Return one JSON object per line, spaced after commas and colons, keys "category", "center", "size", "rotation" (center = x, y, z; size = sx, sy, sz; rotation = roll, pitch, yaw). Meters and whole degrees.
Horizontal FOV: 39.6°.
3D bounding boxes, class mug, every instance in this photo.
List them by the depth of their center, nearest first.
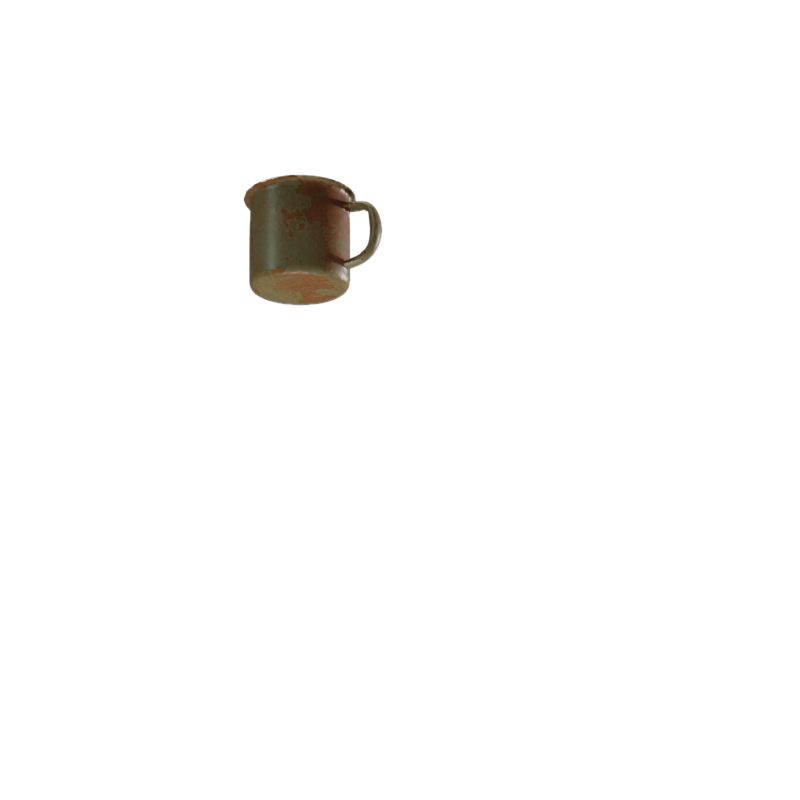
{"category": "mug", "center": [-0.070, -0.128, 0.899], "size": [0.119, 0.085, 0.087], "rotation": [-7, -19, 18]}
